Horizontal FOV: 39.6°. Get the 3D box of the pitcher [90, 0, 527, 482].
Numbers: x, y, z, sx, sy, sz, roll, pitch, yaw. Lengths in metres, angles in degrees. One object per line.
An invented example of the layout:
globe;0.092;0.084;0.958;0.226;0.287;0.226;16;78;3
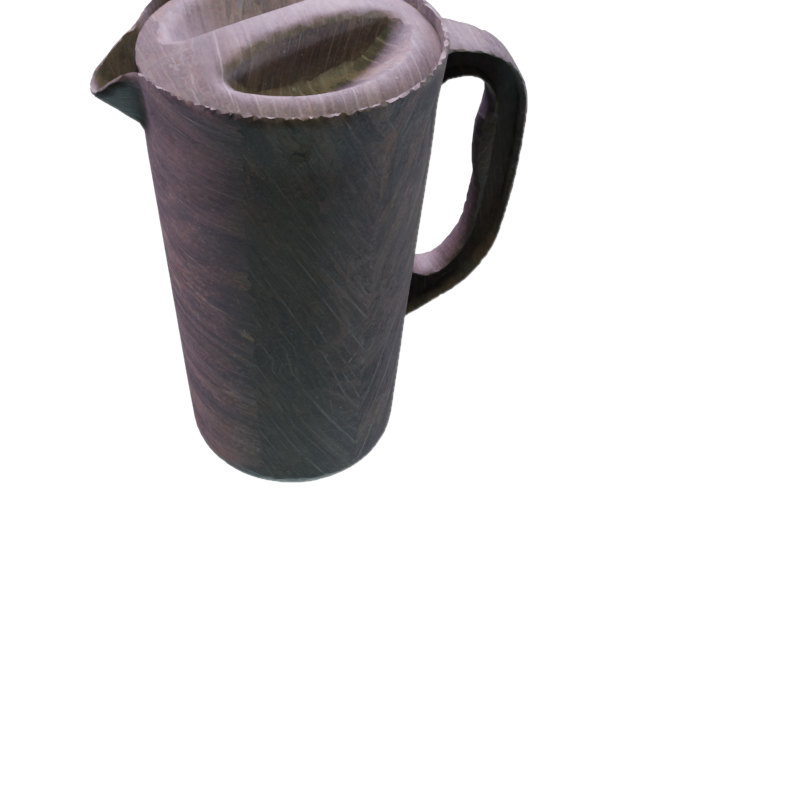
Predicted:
pitcher;-0.042;-0.076;0.533;0.157;0.226;0.148;26;48;22
